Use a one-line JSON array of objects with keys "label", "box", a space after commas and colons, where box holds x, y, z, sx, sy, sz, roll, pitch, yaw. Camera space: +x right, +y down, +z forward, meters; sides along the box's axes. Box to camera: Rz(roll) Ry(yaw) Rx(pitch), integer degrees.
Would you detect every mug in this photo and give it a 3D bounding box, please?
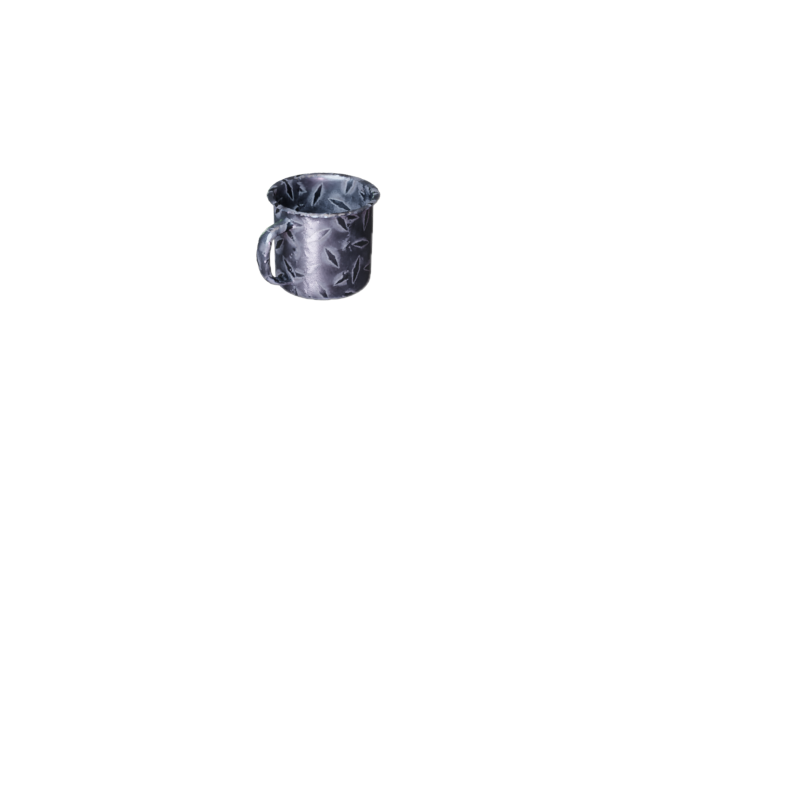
[{"label": "mug", "box": [-0.072, -0.131, 0.918, 0.099, 0.077, 0.117, 23, 37, 34]}]
